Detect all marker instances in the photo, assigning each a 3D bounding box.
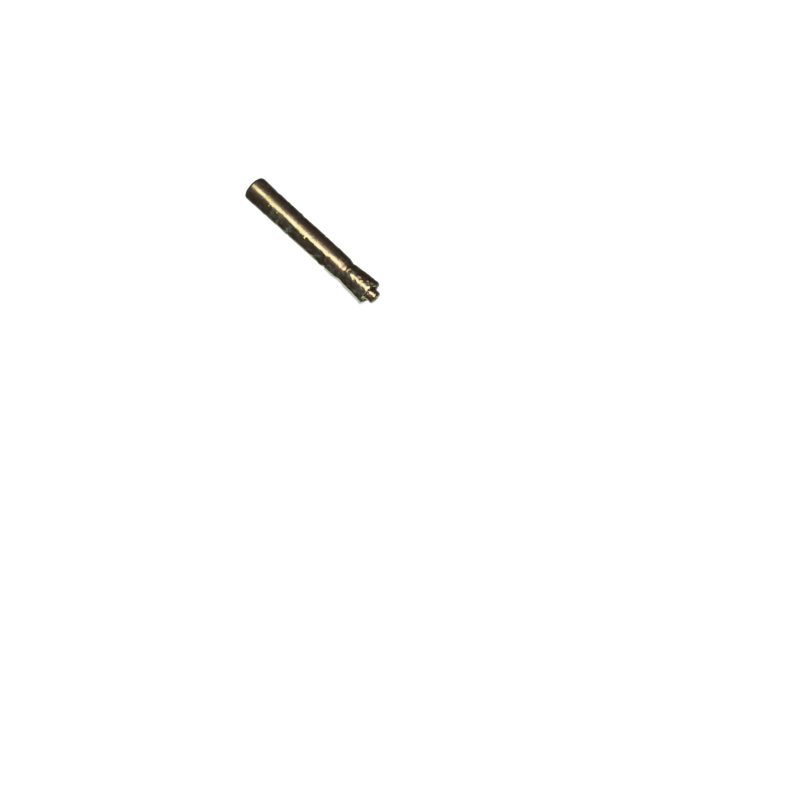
[{"bbox_3d":[-0.060,-0.110,0.772,0.127,0.019,0.019,43,18,18],"label":"marker"}]
